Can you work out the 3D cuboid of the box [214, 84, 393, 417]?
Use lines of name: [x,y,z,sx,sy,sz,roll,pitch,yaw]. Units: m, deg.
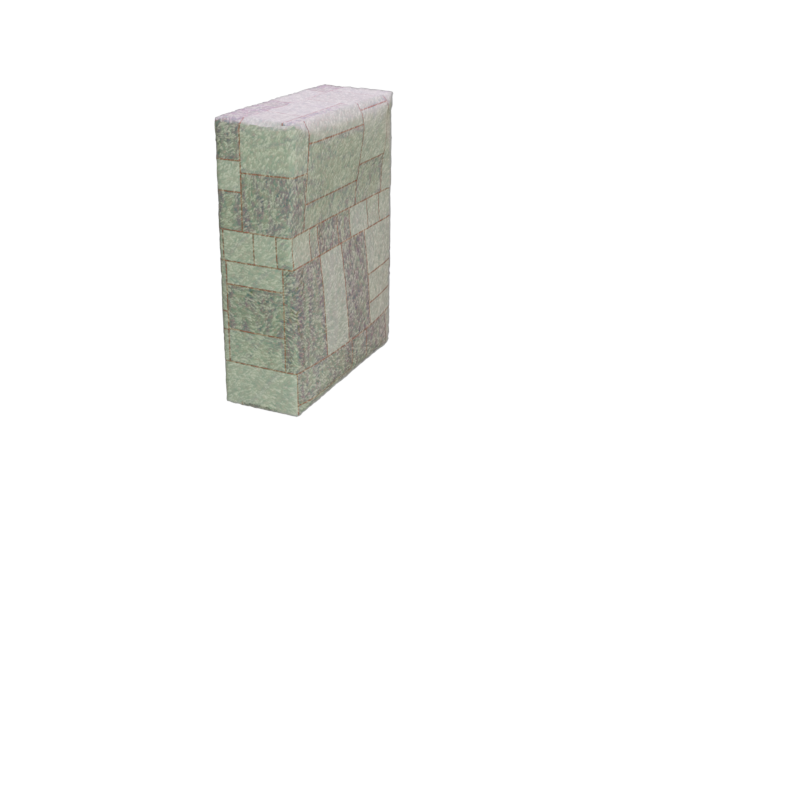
box: [-0.066,-0.119,0.837,0.075,0.205,0.165,9,22,23]
